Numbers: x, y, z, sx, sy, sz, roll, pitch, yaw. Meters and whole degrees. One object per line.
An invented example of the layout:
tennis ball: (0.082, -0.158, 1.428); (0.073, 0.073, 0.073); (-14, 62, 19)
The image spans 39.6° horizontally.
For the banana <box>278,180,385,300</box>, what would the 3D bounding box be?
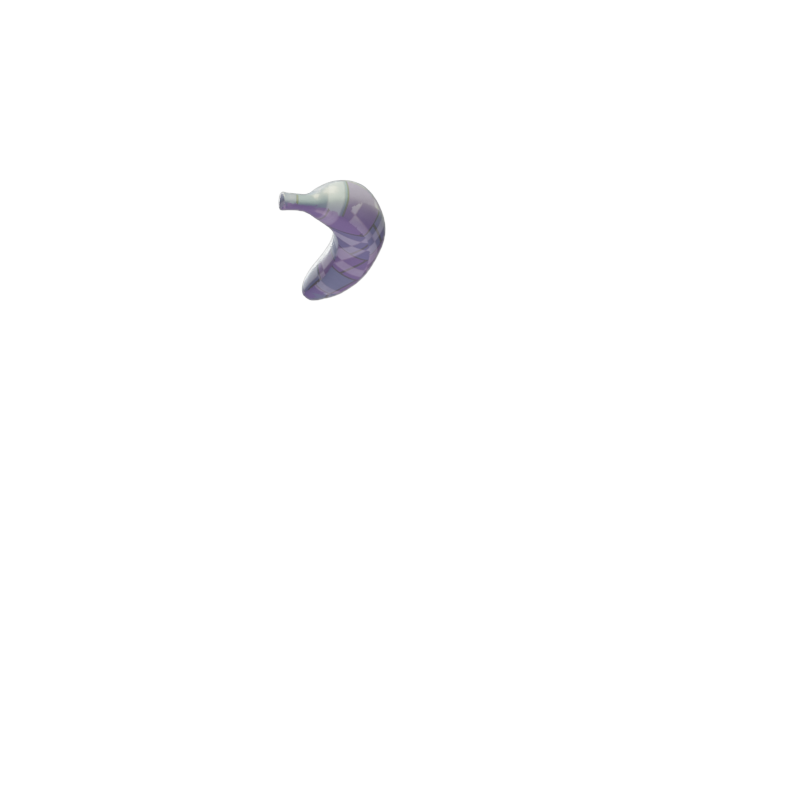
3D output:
banana: (-0.045, -0.118, 0.809); (0.070, 0.038, 0.188); (-1, -16, 1)
